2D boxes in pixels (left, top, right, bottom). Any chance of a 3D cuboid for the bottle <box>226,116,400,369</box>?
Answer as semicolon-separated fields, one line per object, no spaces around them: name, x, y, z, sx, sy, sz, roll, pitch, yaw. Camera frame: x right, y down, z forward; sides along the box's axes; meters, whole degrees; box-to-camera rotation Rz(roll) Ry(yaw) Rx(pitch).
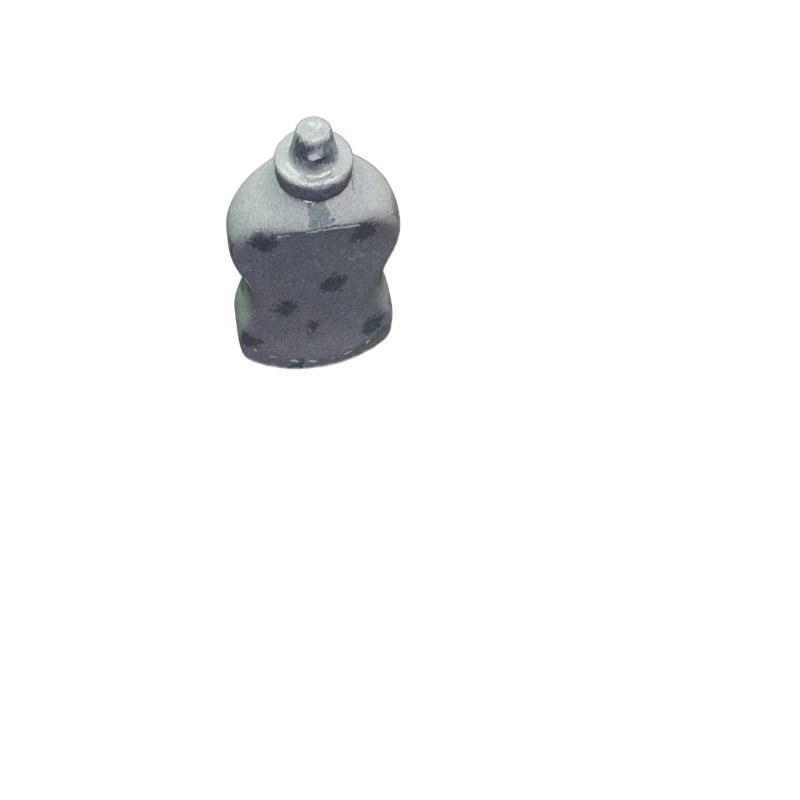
bottle;-0.049;-0.089;0.626;0.095;0.063;0.180;-6;-31;-7
